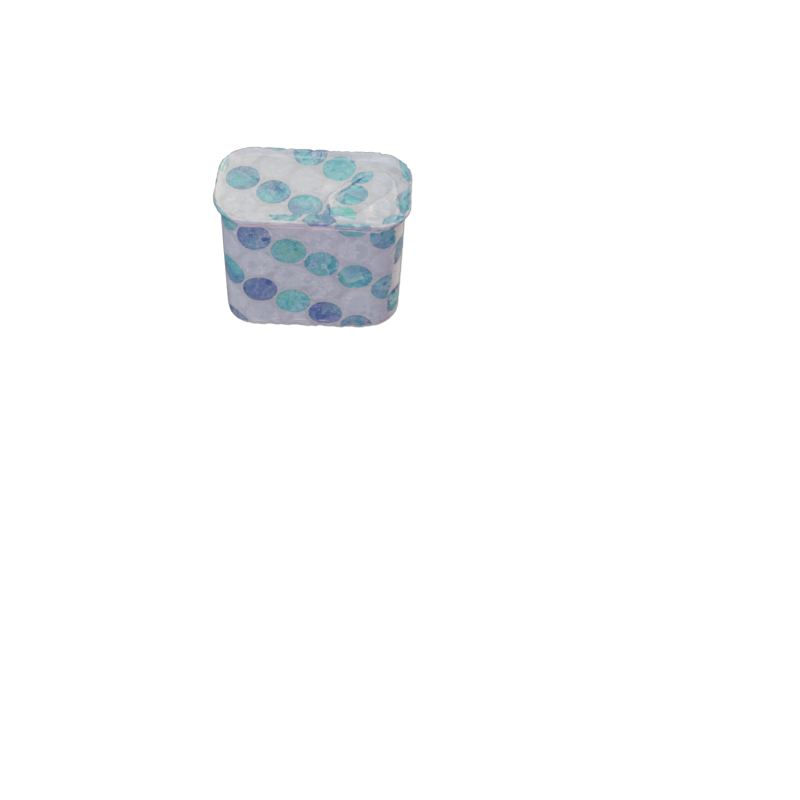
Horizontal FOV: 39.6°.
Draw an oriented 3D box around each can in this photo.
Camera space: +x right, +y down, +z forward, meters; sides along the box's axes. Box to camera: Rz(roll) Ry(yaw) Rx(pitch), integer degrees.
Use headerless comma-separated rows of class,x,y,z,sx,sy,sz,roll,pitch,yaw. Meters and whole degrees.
can,-0.047,-0.086,0.601,0.102,0.061,0.078,3,-41,1
